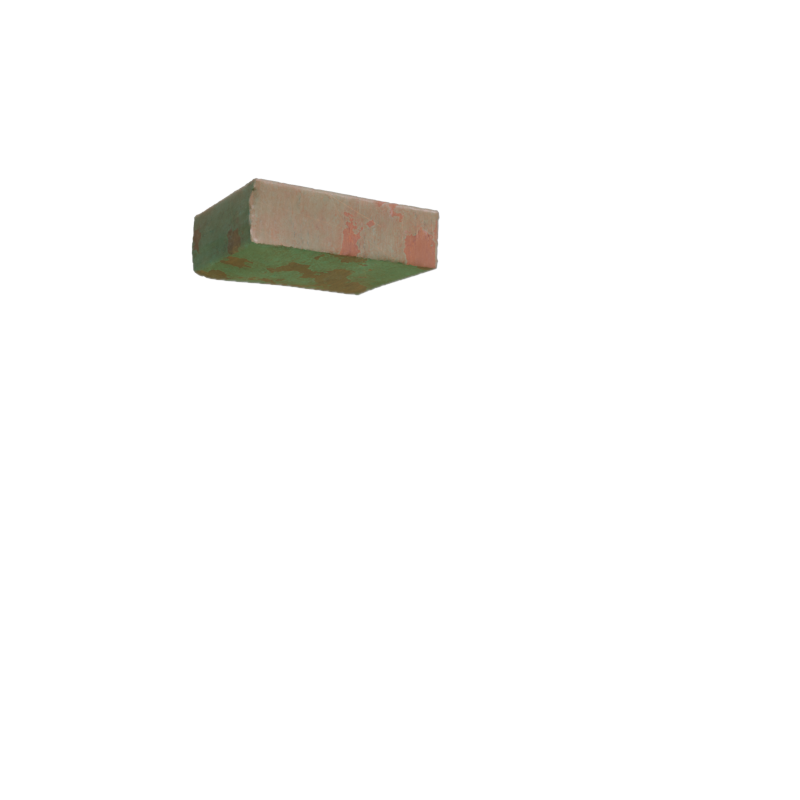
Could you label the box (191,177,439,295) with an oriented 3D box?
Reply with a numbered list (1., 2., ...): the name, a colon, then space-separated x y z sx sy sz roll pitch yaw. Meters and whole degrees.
1. box: -0.048 -0.088 0.615 0.109 0.040 0.091 4 -8 -28
